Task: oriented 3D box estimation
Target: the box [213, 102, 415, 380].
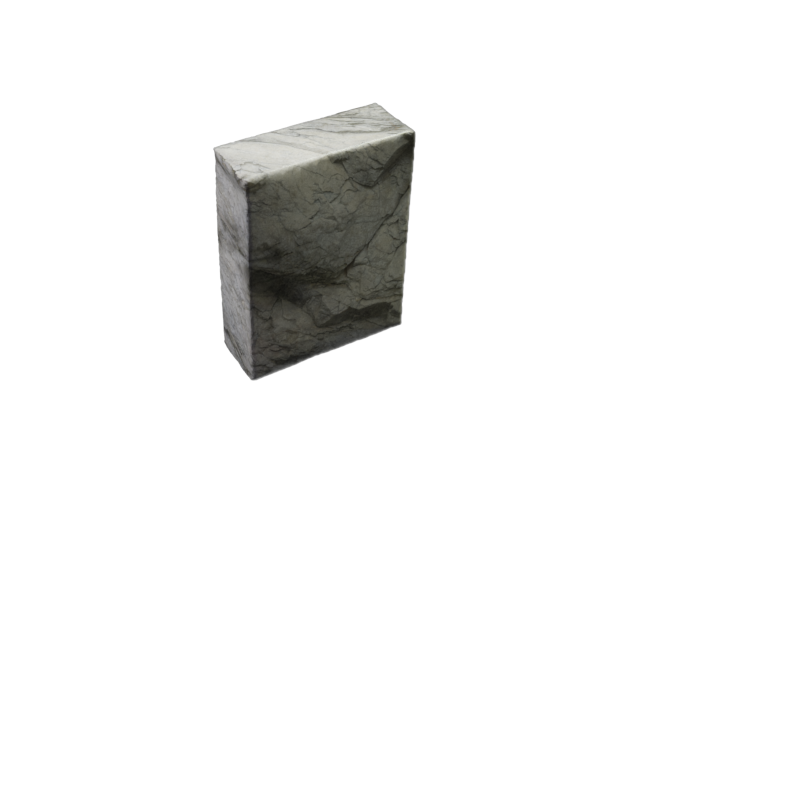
[{"bbox_3d":[-0.077,-0.140,0.980,0.162,0.200,0.078,-21,44,-26],"label":"box"}]
